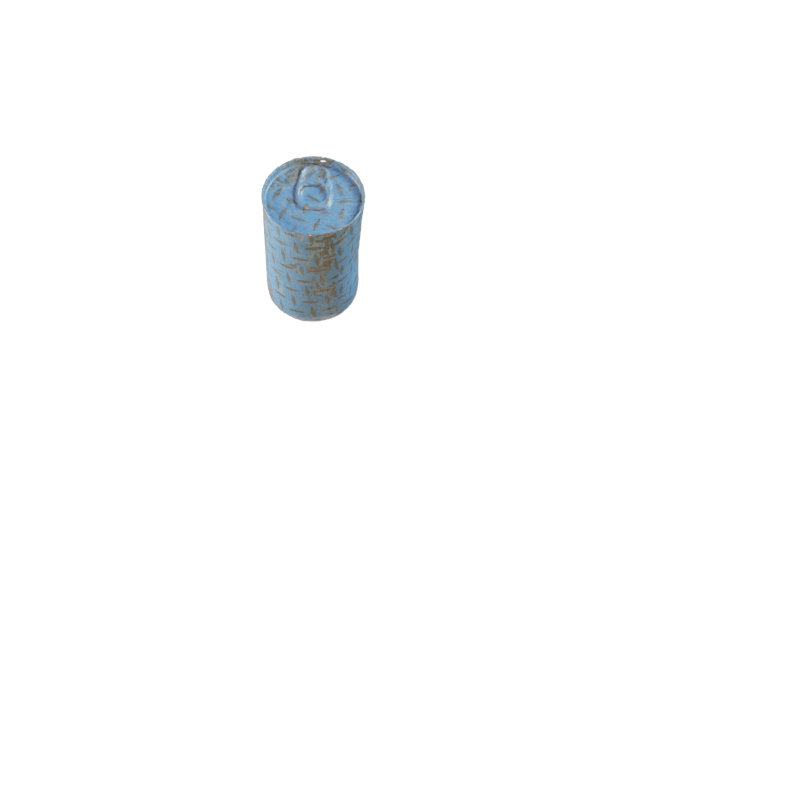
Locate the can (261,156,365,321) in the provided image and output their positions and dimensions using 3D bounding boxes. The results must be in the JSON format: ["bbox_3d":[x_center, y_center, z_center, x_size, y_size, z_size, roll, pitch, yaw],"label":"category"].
[{"bbox_3d":[-0.060,-0.109,0.762,0.068,0.073,0.096,0,-33,-3],"label":"can"}]
